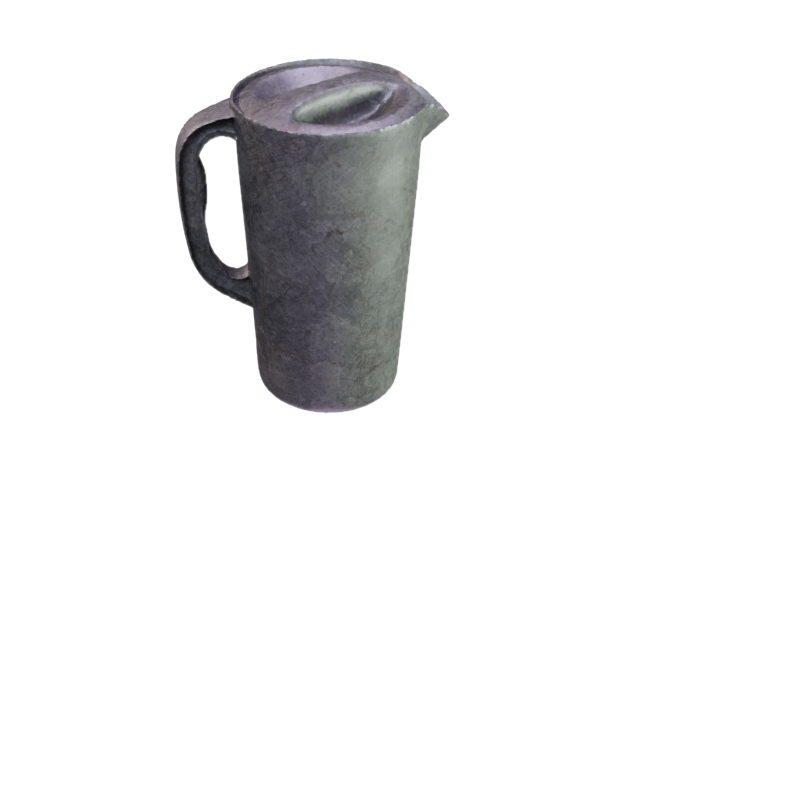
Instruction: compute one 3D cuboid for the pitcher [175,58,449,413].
[{"bbox_3d":[-0.063,-0.114,0.801,0.157,0.228,0.147,21,37,26],"label":"pitcher"}]
